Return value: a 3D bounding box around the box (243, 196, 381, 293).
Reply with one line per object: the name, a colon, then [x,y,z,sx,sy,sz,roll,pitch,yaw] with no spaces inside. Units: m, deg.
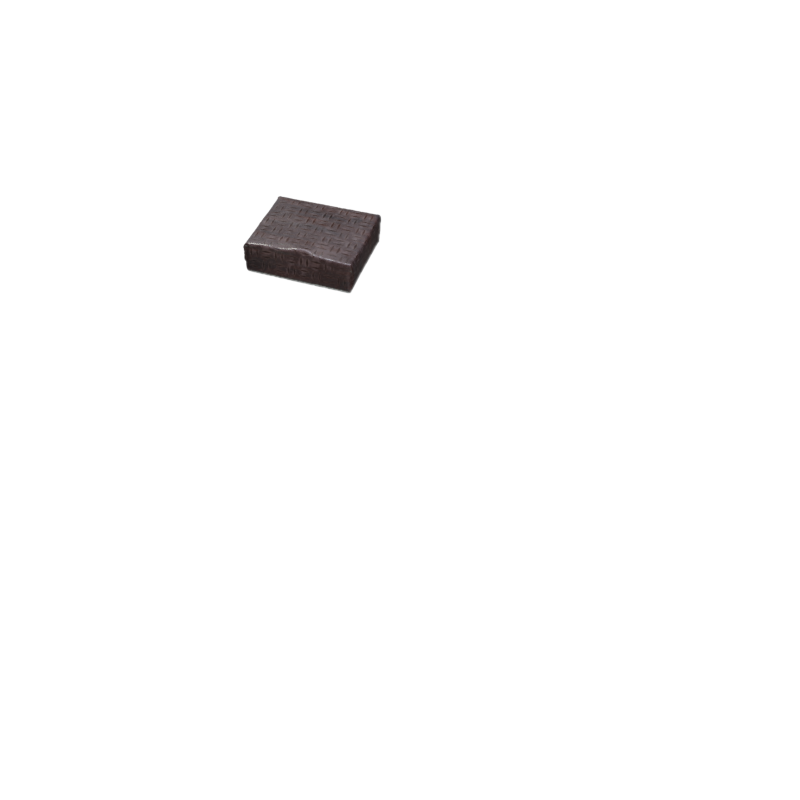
box: [-0.068,-0.124,0.867,0.092,0.028,0.076,13,41,14]
